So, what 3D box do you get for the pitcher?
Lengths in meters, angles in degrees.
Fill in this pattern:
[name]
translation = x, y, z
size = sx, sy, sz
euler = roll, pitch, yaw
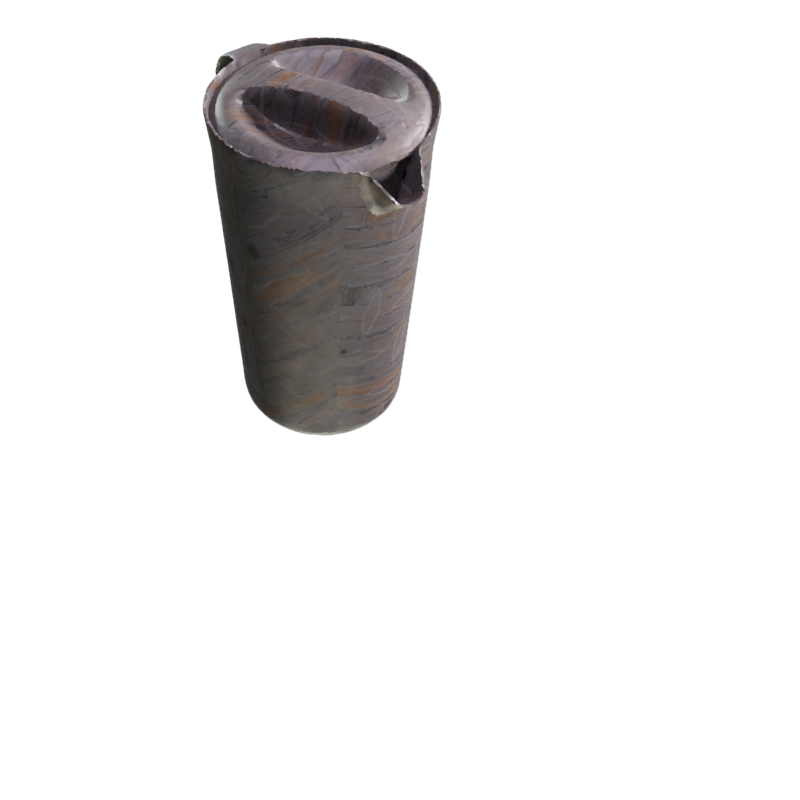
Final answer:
[pitcher]
translation = -0.055, -0.100, 0.698
size = 0.146, 0.226, 0.159
euler = 7, 45, 4
